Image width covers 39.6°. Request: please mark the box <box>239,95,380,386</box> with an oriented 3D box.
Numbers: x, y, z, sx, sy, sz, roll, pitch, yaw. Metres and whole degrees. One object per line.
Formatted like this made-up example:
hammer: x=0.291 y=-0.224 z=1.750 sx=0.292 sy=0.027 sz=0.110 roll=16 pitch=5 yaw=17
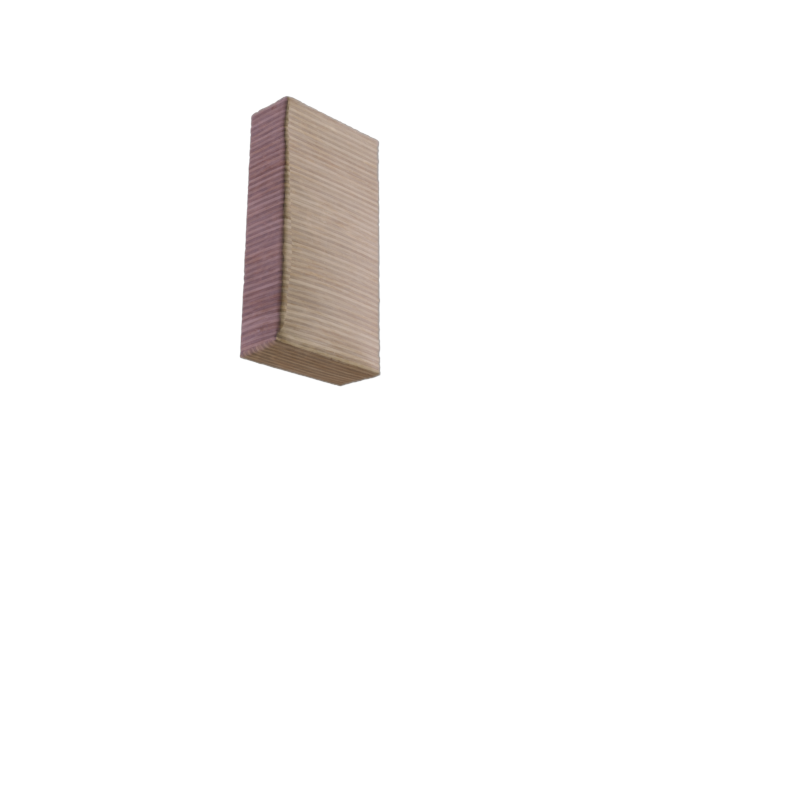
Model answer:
box: x=-0.058 y=-0.106 z=0.746 sx=0.088 sy=0.186 sz=0.048 roll=20 pitch=-32 yaw=-41
